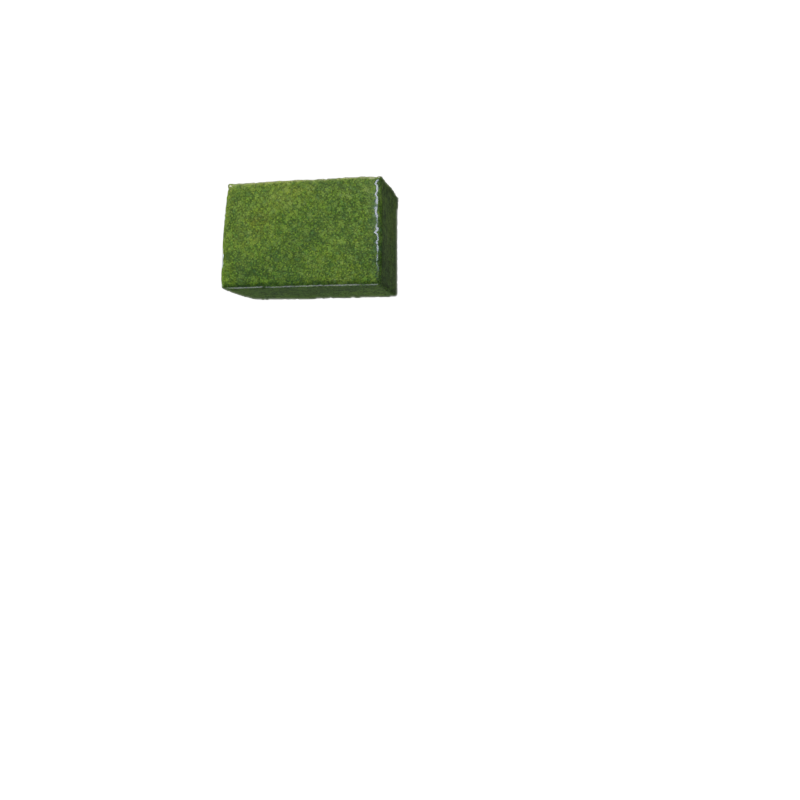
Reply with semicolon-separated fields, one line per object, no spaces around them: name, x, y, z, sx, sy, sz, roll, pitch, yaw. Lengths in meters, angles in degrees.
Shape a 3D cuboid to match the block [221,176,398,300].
block;-0.042;-0.077;0.543;0.079;0.052;0.051;-1;-5;12
